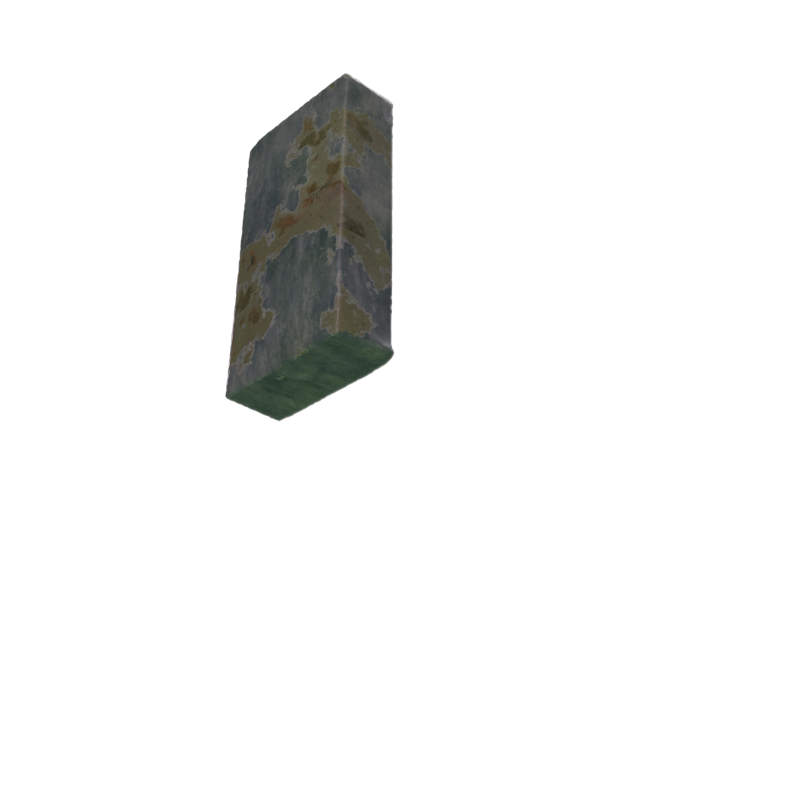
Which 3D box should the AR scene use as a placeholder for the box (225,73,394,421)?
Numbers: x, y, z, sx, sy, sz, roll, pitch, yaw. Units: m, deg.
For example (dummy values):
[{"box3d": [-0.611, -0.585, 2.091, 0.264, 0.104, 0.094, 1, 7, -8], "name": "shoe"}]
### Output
[{"box3d": [-0.048, -0.088, 0.614, 0.045, 0.188, 0.093, 26, -42, -37], "name": "box"}]
